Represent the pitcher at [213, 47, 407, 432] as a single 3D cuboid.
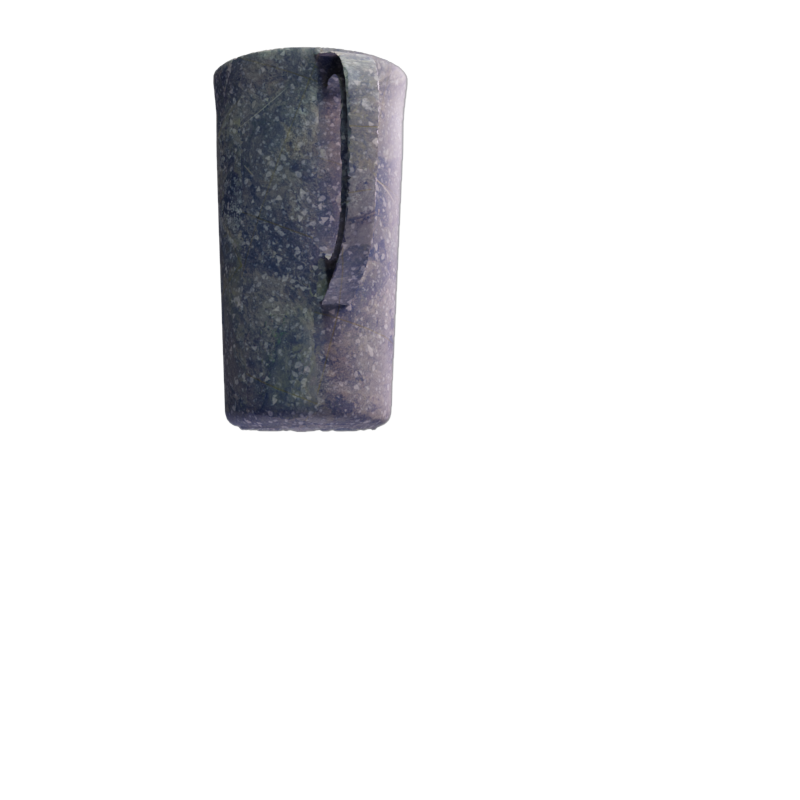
[{"bbox_3d":[-0.057,-0.104,0.727,0.148,0.249,0.142,-4,-10,23],"label":"pitcher"}]
